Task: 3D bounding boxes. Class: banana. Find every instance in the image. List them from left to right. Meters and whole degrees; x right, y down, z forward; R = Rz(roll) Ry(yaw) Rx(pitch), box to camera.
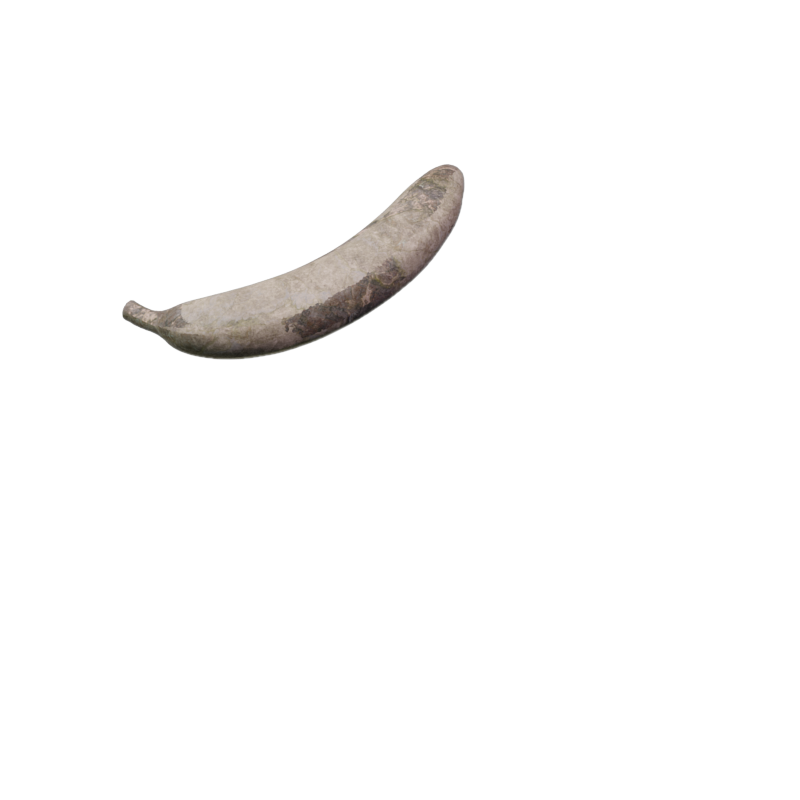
[{"bbox_3d":[-0.039,-0.066,0.561,0.197,0.075,0.034,-25,-31,-17],"label":"banana"}]
